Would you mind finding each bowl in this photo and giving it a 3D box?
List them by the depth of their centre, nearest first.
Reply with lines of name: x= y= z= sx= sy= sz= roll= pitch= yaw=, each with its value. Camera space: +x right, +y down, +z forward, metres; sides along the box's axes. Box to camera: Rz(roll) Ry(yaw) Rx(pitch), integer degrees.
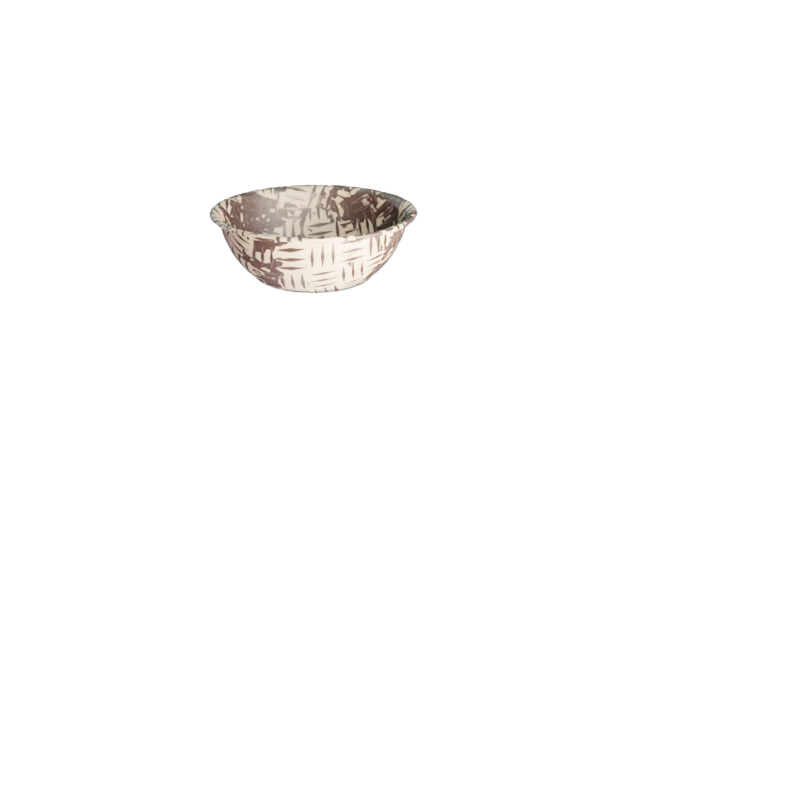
bowl: x=-0.068 y=-0.125 z=0.873 sx=0.162 sy=0.053 sz=0.170 roll=-1 pitch=23 yaw=-2
